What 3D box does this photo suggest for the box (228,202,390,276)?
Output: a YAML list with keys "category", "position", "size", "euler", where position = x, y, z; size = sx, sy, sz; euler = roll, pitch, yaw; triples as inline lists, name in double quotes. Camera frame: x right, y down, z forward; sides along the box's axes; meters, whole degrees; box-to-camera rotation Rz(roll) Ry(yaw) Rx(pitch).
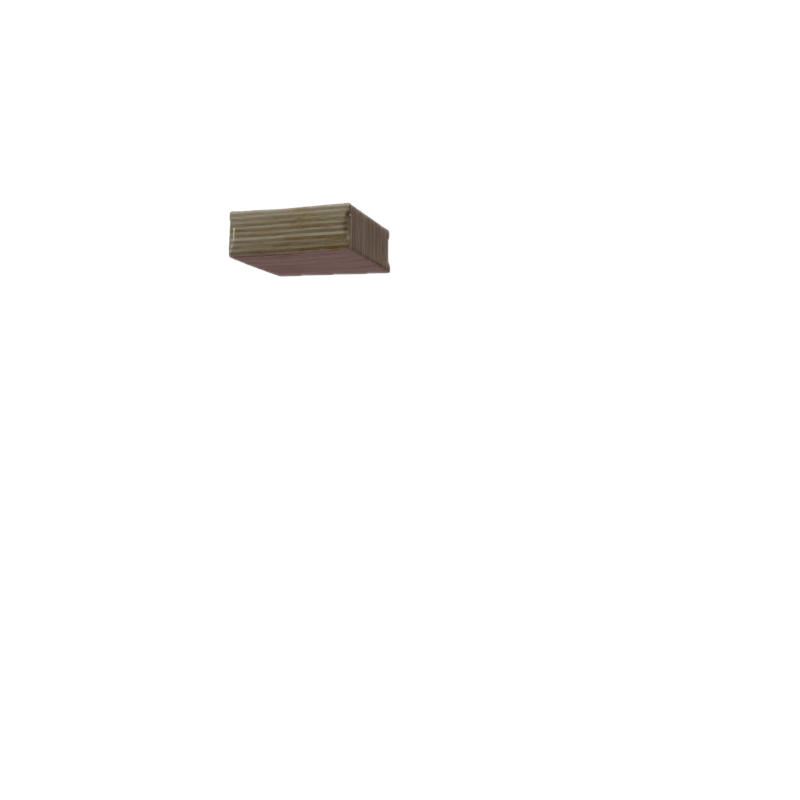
- category: "box"
  position: [-0.052, -0.094, 0.660]
  size: [0.075, 0.031, 0.086]
  euler: [-1, -3, 17]
